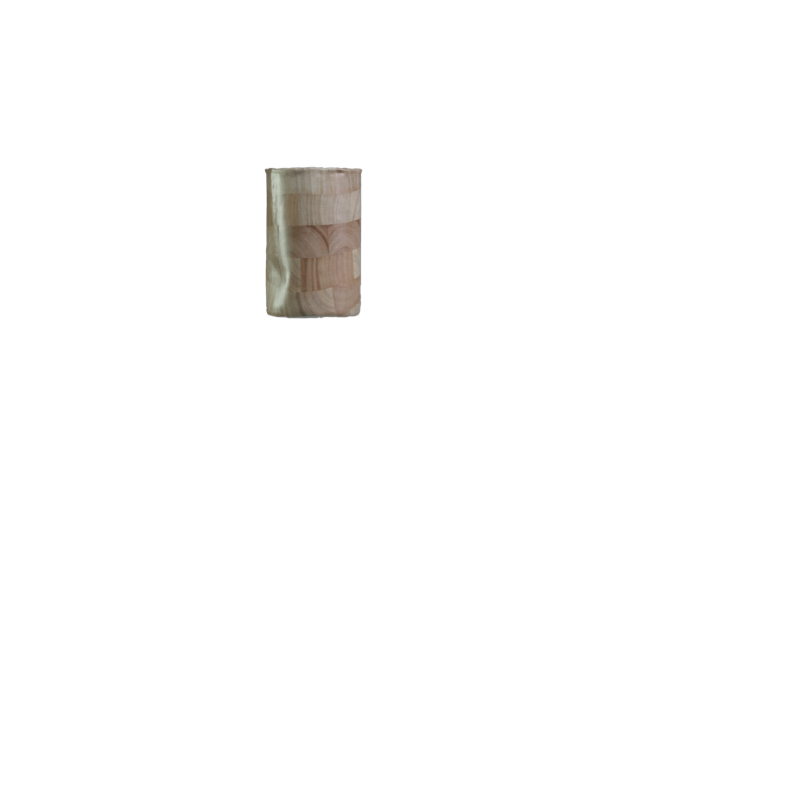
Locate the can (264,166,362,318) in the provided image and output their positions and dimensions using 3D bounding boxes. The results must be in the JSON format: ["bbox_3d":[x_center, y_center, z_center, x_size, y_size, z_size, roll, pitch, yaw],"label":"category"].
[{"bbox_3d":[-0.061,-0.110,0.773,0.068,0.102,0.069,0,4,-2],"label":"can"}]
